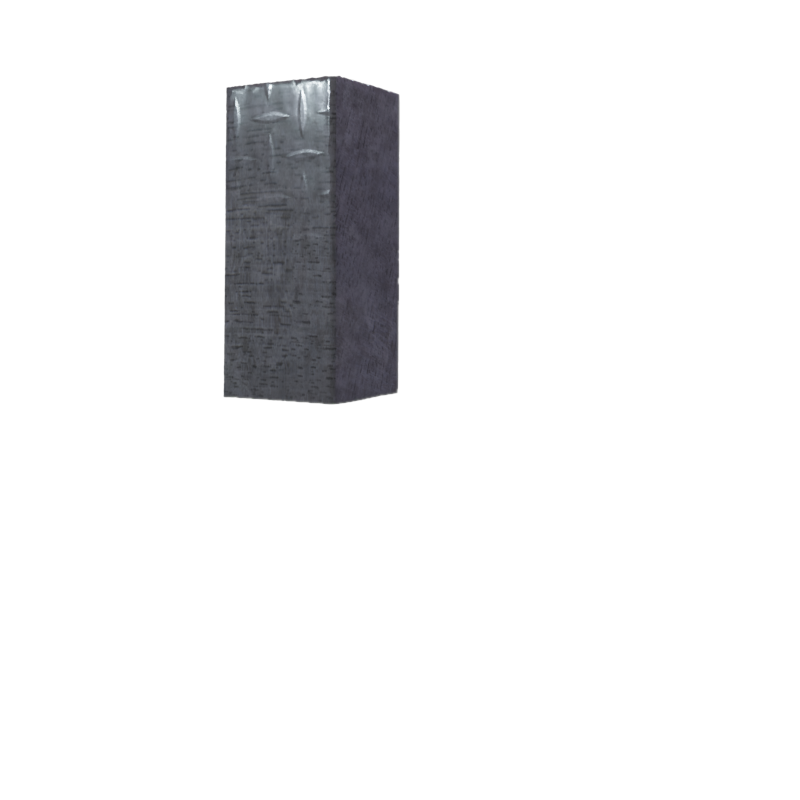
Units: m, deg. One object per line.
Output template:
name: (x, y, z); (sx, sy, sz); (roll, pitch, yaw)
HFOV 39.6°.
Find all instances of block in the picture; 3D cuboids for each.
block: (-0.058, -0.107, 0.749); (0.094, 0.207, 0.087); (0, -1, 30)
